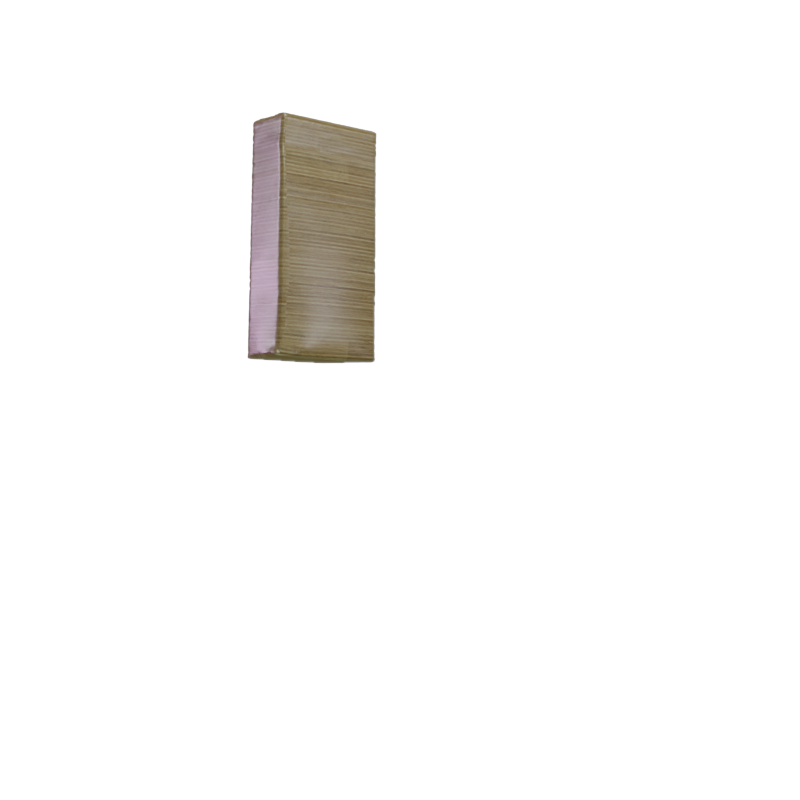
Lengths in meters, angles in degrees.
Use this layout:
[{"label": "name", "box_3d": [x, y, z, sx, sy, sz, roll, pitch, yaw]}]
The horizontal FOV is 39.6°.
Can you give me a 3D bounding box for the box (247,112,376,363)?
[{"label": "box", "box_3d": [-0.064, -0.117, 0.822, 0.089, 0.180, 0.049, 7, -12, -40]}]
